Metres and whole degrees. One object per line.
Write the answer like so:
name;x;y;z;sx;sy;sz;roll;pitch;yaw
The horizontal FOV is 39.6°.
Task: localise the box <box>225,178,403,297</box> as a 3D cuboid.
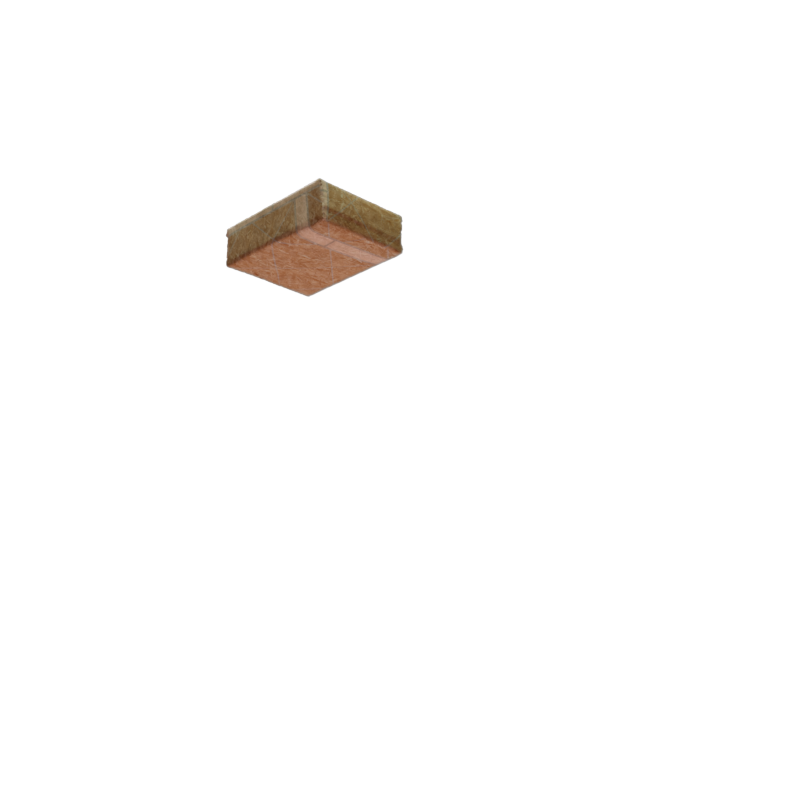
box;-0.068;-0.124;0.868;0.115;0.041;0.084;-18;-26;42
